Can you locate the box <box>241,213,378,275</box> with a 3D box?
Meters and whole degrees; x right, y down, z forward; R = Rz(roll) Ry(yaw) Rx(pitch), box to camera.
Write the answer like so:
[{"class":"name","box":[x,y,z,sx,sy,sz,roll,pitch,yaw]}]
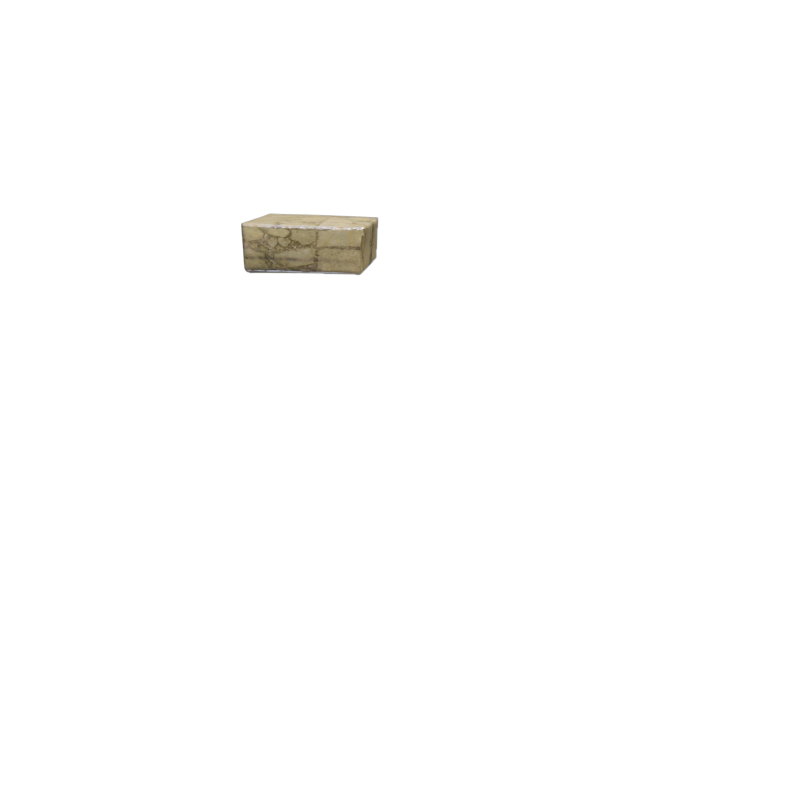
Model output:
[{"class":"box","box":[-0.066,-0.120,0.838,0.091,0.038,0.115,1,14,5]}]
